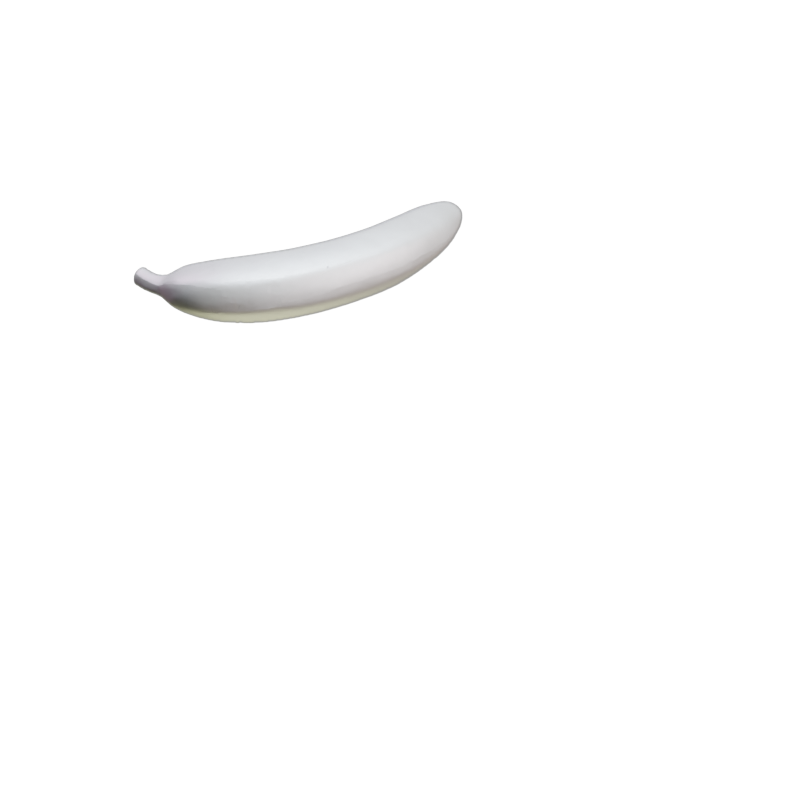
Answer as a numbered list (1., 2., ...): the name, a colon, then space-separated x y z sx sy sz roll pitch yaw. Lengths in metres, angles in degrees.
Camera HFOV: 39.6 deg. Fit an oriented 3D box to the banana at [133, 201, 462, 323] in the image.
1. banana: -0.047 -0.077 0.620 0.195 0.034 0.075 -12 42 -14
